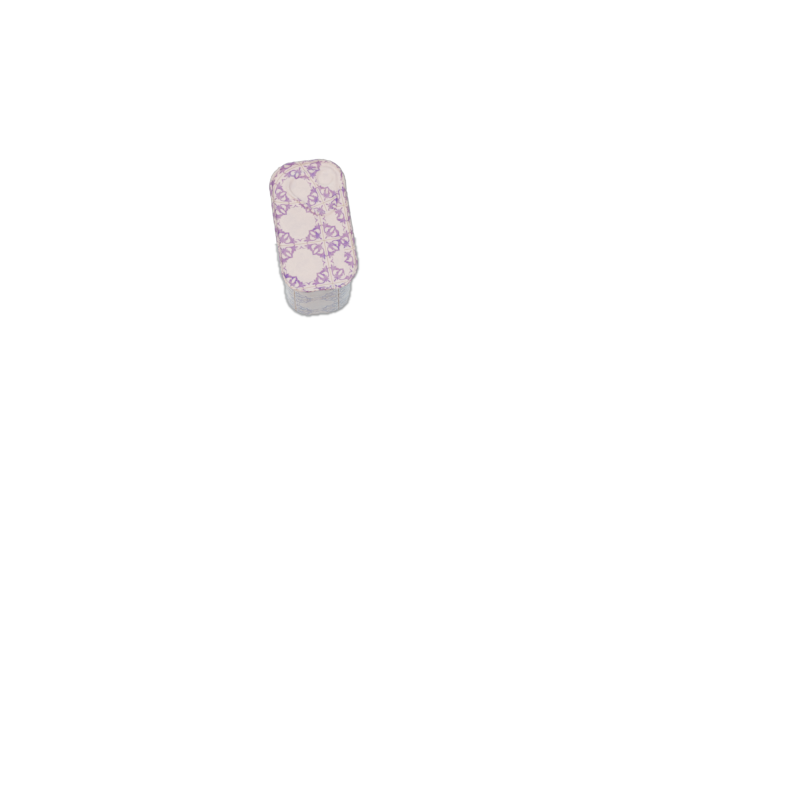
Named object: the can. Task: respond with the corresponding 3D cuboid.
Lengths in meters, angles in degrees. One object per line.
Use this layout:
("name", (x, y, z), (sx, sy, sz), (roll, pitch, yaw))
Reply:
("can", (-0.067, -0.122, 0.850), (0.057, 0.106, 0.081), (-8, -15, -5))
